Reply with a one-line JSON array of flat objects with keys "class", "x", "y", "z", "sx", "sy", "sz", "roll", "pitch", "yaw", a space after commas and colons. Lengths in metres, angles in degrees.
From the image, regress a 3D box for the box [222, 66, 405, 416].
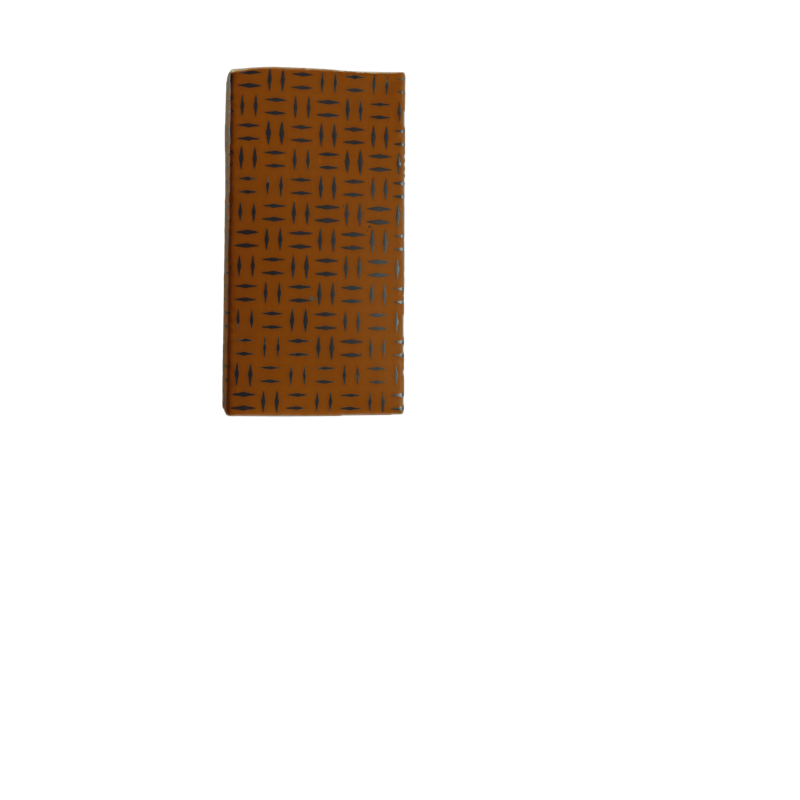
[{"class": "box", "x": -0.045, "y": -0.082, "z": 0.575, "sx": 0.092, "sy": 0.176, "sz": 0.049, "roll": 0, "pitch": 0, "yaw": -9}]
